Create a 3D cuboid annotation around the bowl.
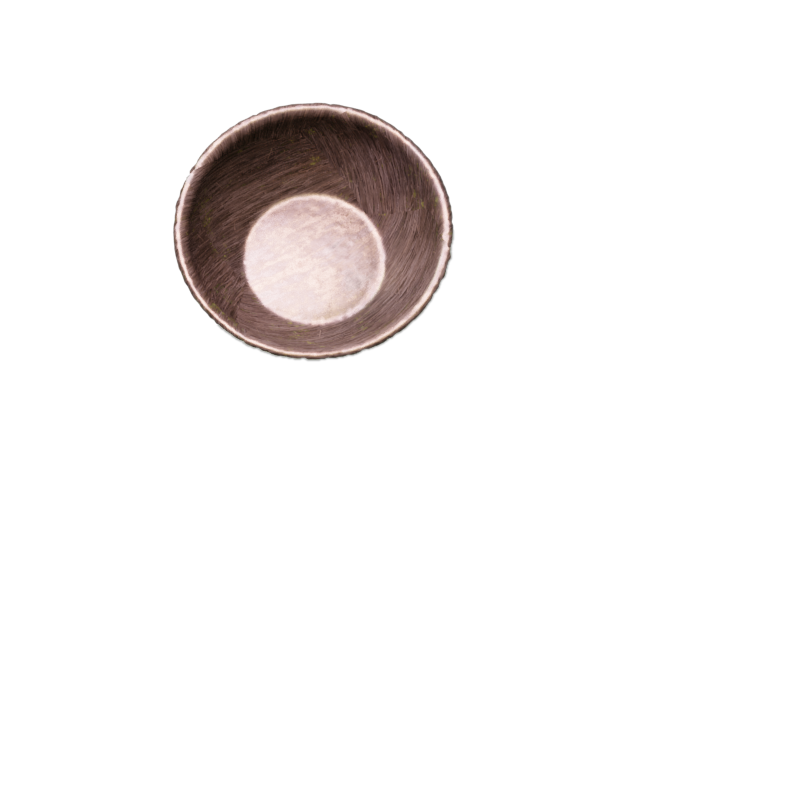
[{"bbox_3d":[-0.052,-0.095,0.663,0.162,0.170,0.052,-1,-21,-1],"label":"bowl"}]
